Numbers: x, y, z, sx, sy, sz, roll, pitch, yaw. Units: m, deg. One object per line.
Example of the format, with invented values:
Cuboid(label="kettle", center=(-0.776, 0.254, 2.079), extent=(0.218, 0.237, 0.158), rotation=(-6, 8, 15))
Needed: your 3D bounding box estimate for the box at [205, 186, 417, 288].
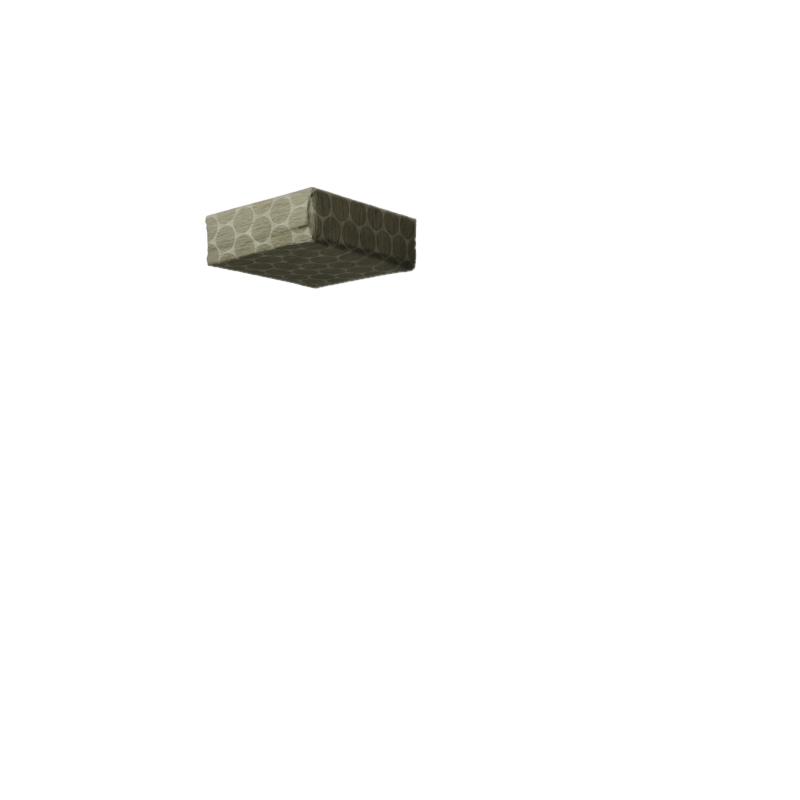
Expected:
Cuboid(label="box", center=(-0.056, -0.102, 0.717), extent=(0.092, 0.040, 0.107), rotation=(-6, -10, 37))
